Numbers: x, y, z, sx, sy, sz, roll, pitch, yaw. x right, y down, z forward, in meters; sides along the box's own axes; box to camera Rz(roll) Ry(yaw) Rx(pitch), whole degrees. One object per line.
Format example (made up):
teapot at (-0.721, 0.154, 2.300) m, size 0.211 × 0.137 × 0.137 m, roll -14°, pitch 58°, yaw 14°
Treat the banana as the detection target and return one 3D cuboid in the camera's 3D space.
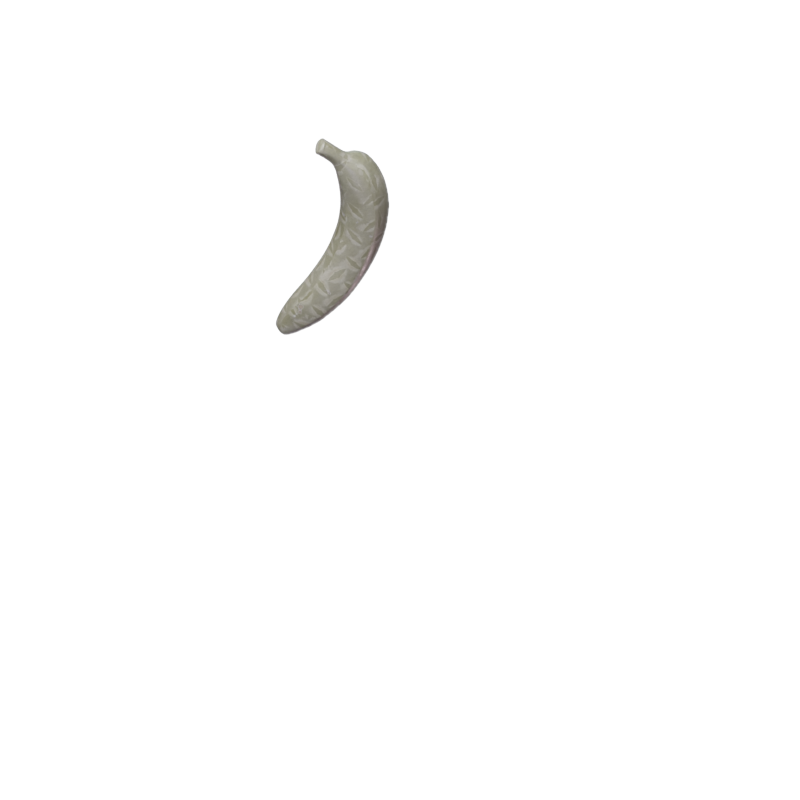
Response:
banana at (-0.050, -0.125, 0.874) m, size 0.069 × 0.187 × 0.039 m, roll 9°, pitch 41°, yaw -9°
